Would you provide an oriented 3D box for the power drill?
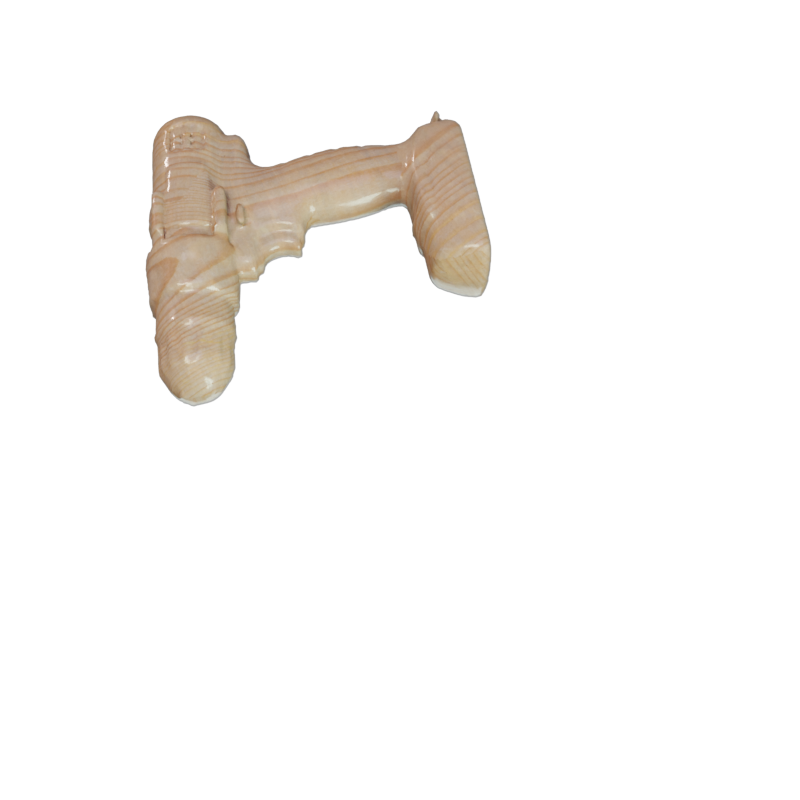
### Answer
[{"bbox_3d":[-0.049,-0.089,0.620,0.187,0.197,0.054,-6,-32,-4],"label":"power drill"}]
